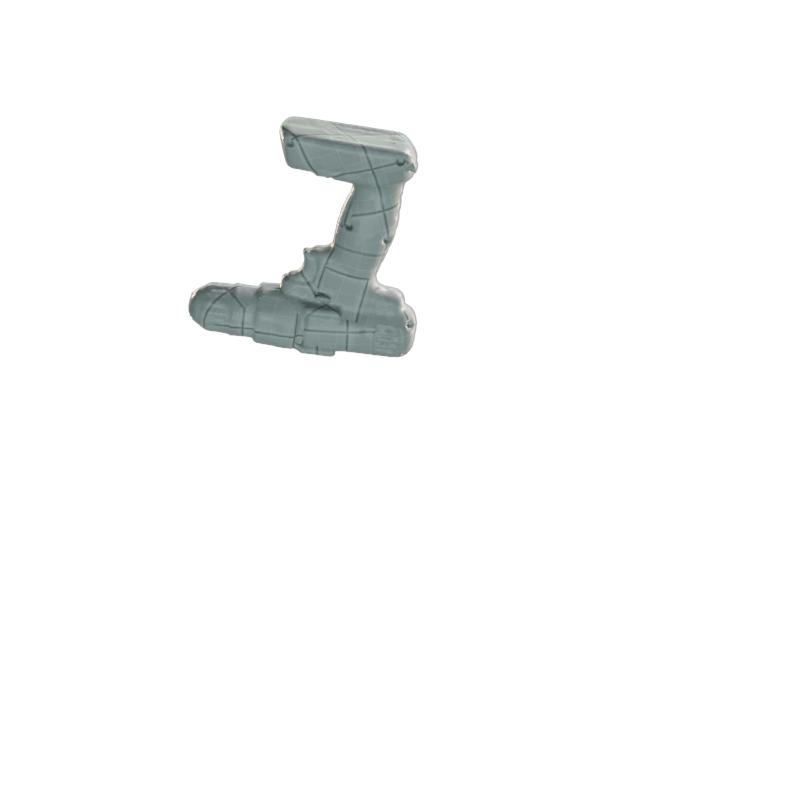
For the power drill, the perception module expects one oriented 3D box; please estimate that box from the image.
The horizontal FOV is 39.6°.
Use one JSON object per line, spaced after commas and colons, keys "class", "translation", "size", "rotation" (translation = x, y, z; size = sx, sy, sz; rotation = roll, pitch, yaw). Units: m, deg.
{"class": "power drill", "translation": [-0.068, -0.124, 0.869], "size": [0.183, 0.178, 0.061], "rotation": [7, 27, -4]}
